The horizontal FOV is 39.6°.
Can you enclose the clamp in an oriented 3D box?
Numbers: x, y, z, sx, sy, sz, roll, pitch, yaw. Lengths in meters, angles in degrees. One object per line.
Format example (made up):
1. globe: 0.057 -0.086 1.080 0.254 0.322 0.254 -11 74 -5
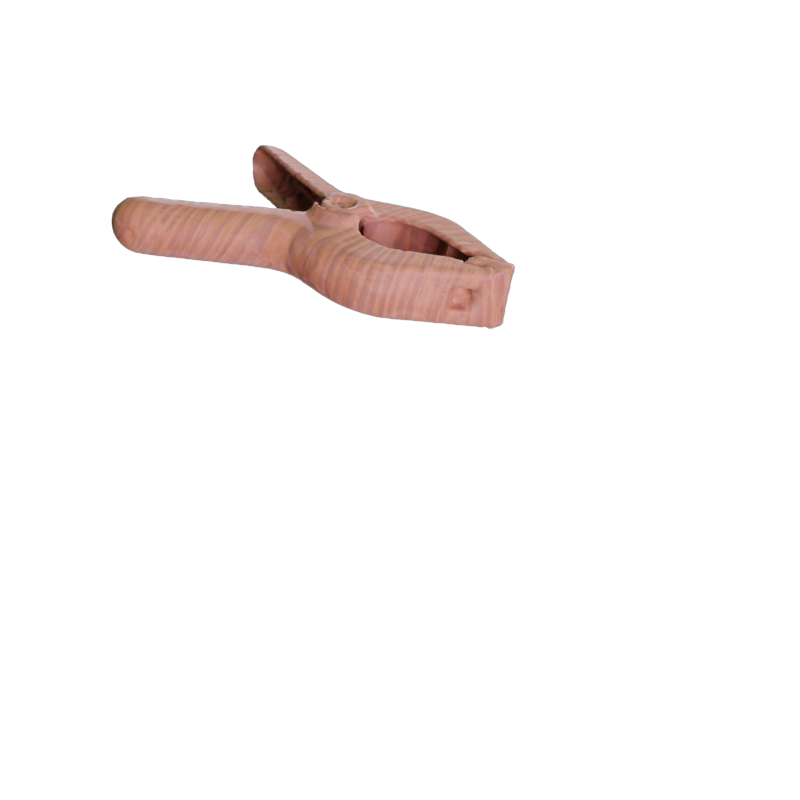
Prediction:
1. clamp: -0.038 -0.069 0.486 0.182 0.037 0.120 25 40 33
